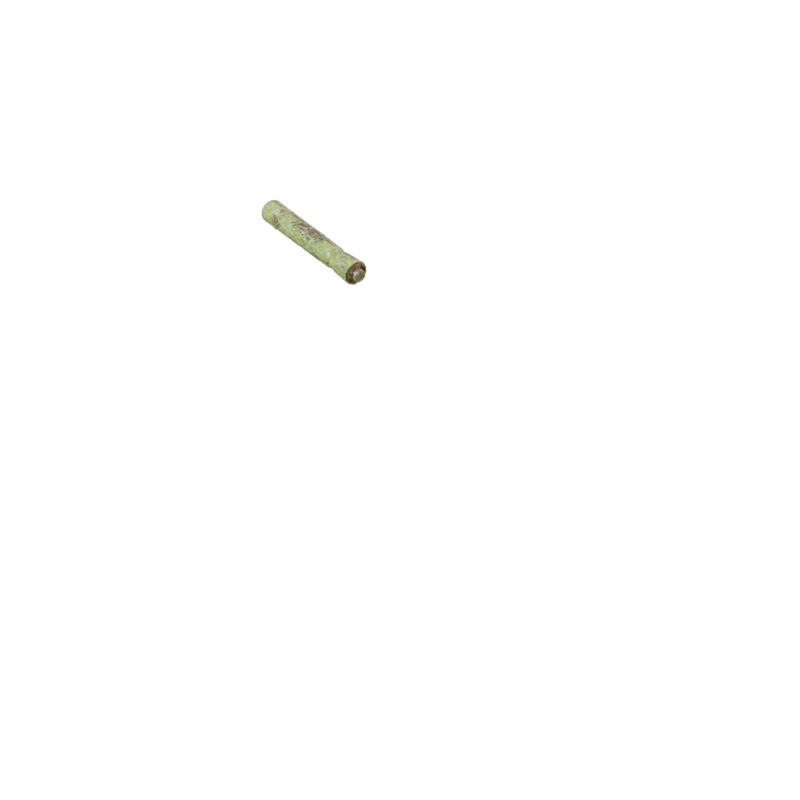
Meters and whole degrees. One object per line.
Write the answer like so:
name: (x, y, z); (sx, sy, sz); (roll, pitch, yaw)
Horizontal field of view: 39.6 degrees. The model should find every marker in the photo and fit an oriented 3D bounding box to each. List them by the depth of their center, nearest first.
marker: (-0.065, -0.118, 0.827); (0.019, 0.019, 0.130); (-3, 30, -38)
